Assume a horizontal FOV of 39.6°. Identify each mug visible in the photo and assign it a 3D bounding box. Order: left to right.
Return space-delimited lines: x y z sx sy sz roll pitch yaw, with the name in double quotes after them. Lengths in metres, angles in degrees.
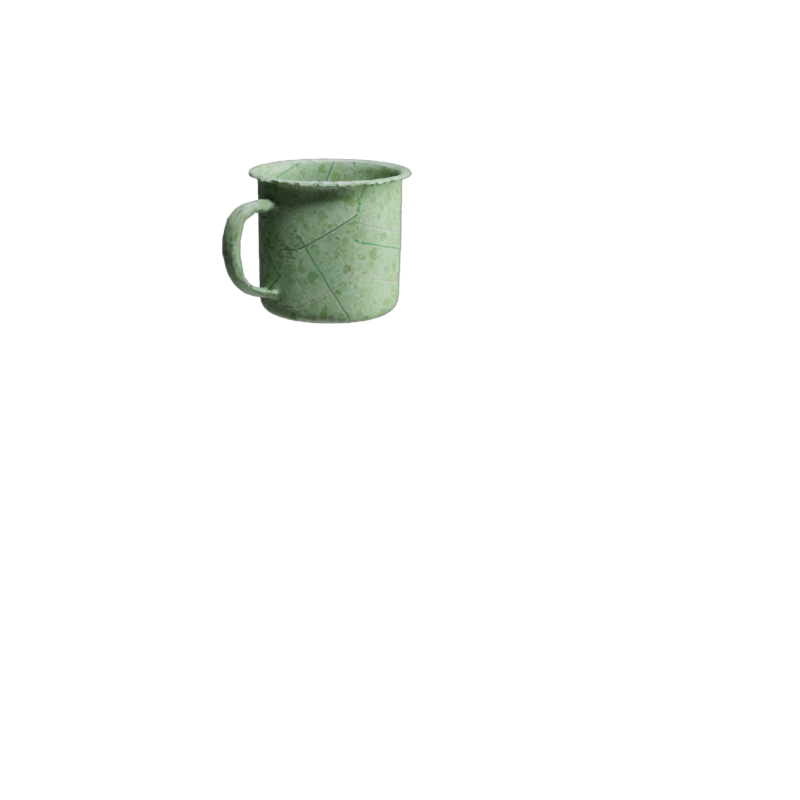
-0.050 -0.090 0.633 0.114 0.079 0.099 -15 23 -39 "mug"
